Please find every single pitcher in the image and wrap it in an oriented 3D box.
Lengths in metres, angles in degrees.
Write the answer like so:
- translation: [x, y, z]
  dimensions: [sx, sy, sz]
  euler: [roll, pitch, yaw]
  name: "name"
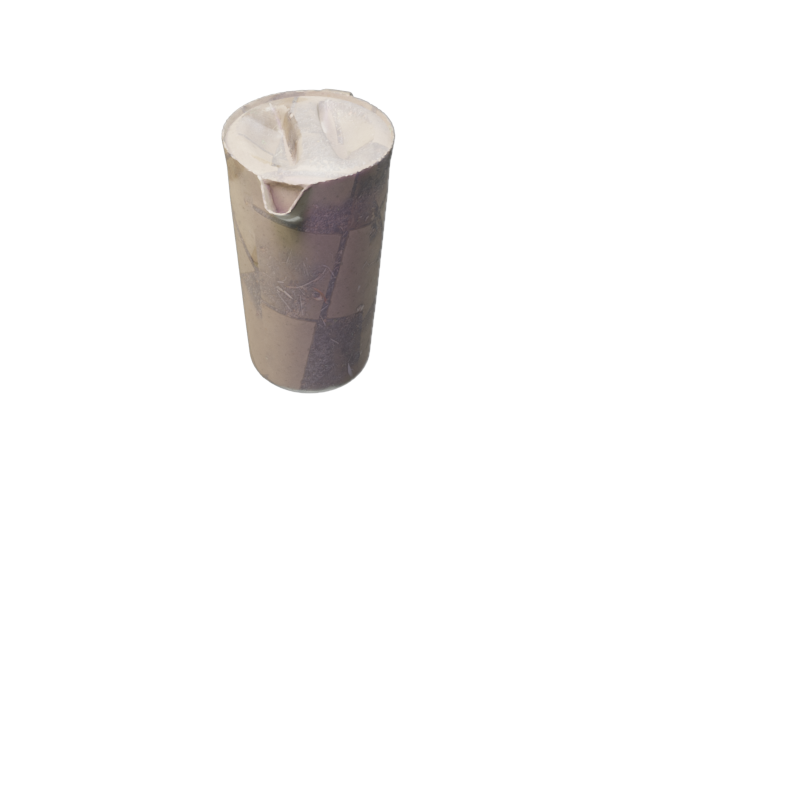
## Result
- translation: [-0.073, -0.133, 0.928]
  dimensions: [0.148, 0.227, 0.156]
  euler: [-21, 47, -25]
  name: "pitcher"
